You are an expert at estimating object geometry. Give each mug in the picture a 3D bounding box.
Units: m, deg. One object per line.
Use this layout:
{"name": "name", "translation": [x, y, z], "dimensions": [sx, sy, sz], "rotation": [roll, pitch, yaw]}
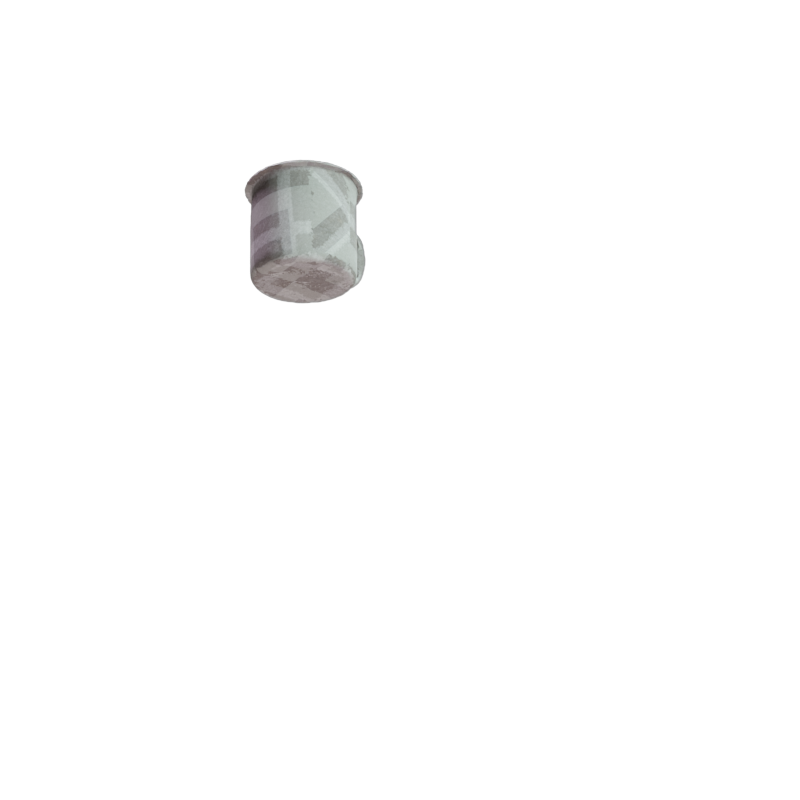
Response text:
{"name": "mug", "translation": [-0.068, -0.123, 0.864], "dimensions": [0.094, 0.086, 0.109], "rotation": [-17, -29, 32]}
